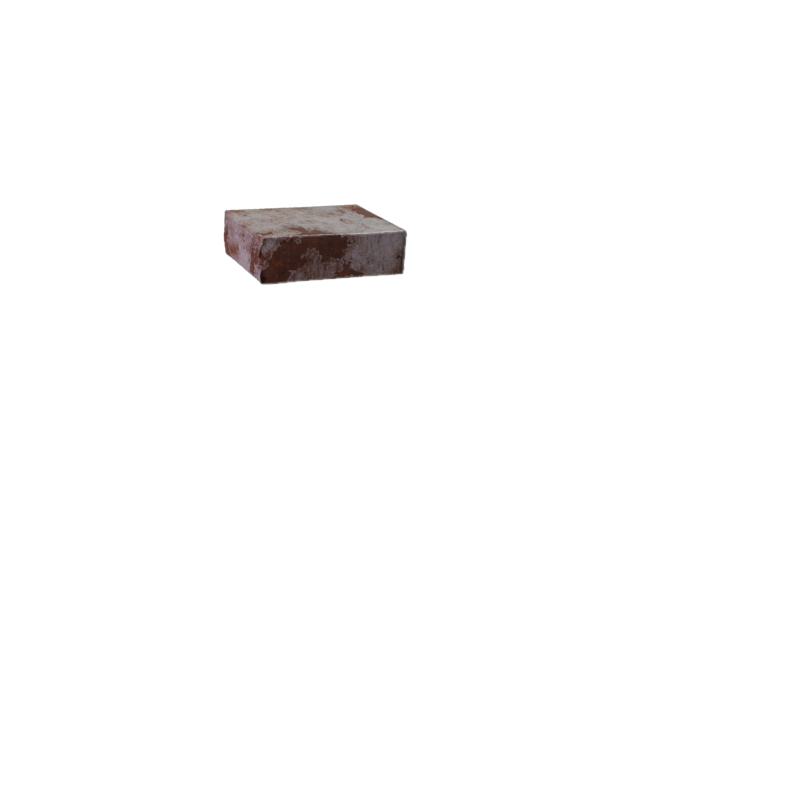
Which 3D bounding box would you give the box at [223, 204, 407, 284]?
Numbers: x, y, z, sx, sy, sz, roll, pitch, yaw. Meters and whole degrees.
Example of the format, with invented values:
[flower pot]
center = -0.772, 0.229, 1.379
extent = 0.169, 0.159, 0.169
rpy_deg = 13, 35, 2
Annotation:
[box]
center = -0.064, -0.117, 0.816
extent = 0.111, 0.037, 0.095
rpy_deg = -8, 22, -22
